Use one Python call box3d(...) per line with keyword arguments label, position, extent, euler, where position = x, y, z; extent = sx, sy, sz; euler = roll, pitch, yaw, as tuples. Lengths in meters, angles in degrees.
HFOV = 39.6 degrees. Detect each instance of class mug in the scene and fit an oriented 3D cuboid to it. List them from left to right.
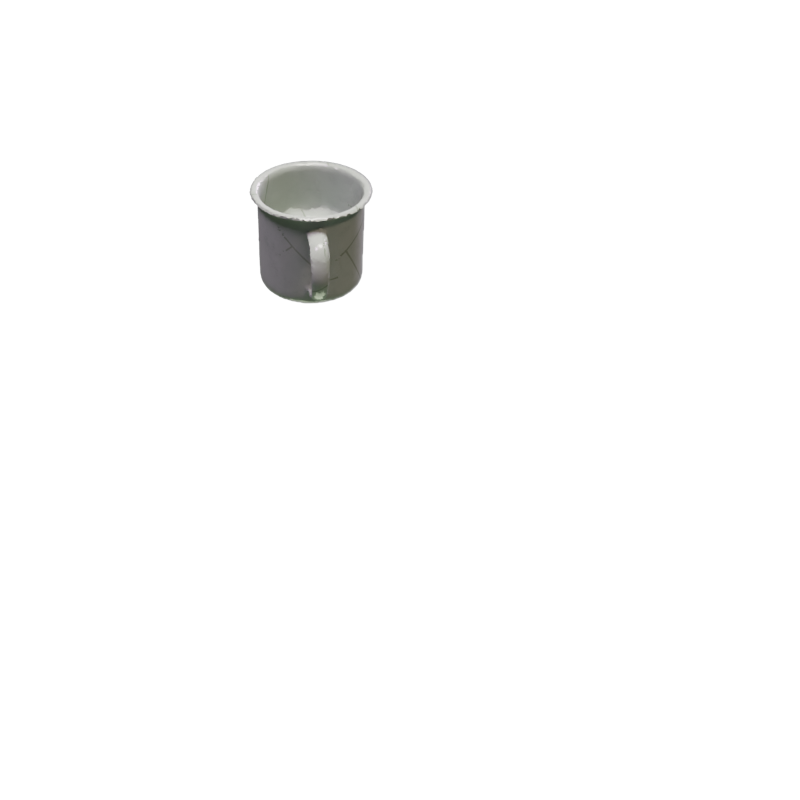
box3d(label="mug", position=(-0.067, -0.122, 0.852), extent=(0.092, 0.076, 0.126), euler=(-5, 37, -9))
